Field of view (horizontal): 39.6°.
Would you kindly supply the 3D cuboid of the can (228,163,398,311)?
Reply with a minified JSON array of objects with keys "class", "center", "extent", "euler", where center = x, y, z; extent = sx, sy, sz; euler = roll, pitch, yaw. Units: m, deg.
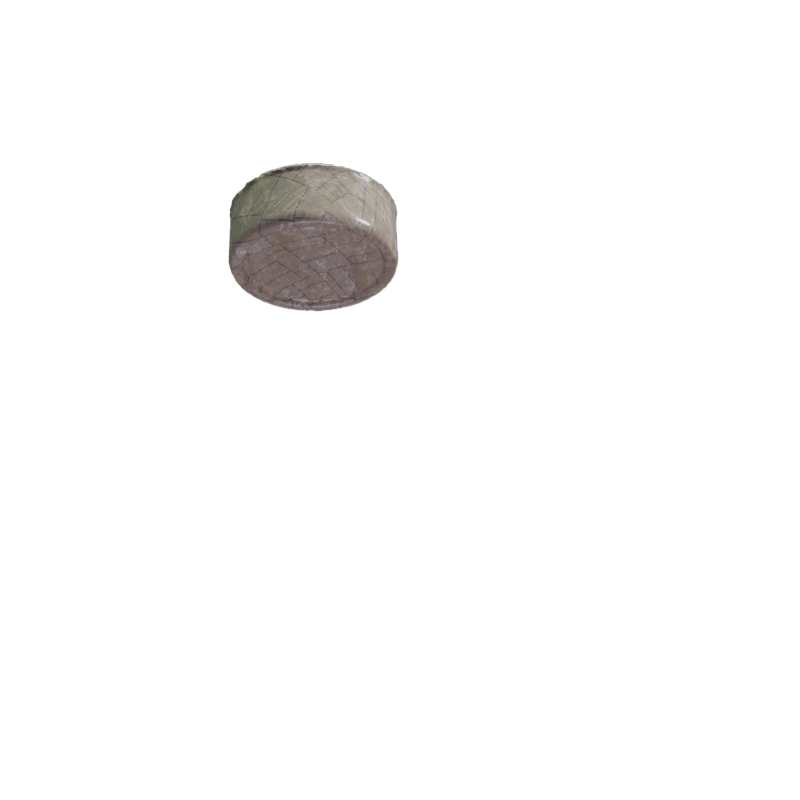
[{"class":"can","center":[-0.044,-0.080,0.559],"extent":[0.086,0.036,0.081],"euler":[1,-29,-2]}]
